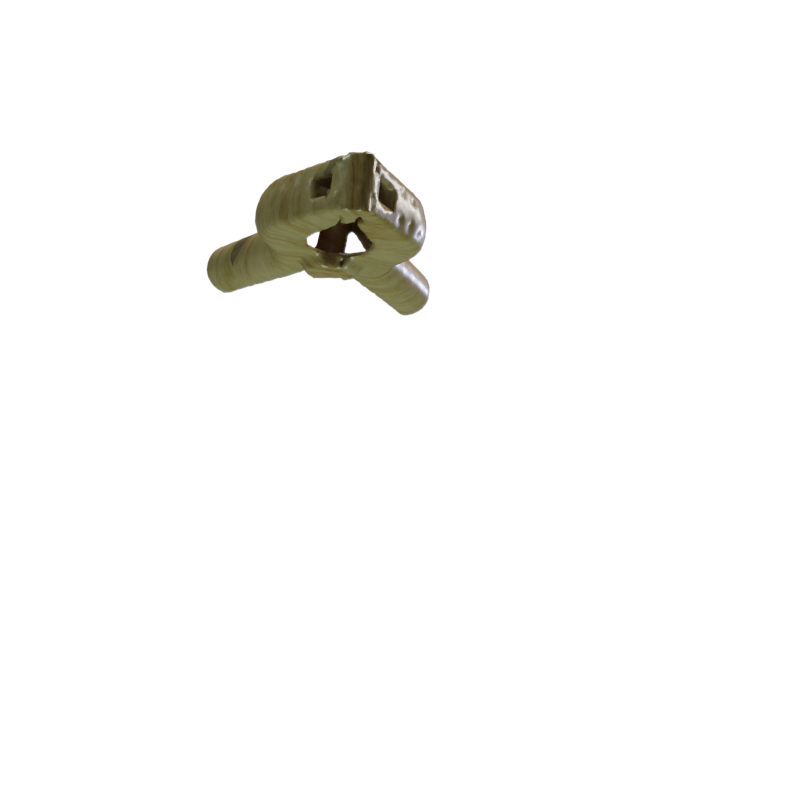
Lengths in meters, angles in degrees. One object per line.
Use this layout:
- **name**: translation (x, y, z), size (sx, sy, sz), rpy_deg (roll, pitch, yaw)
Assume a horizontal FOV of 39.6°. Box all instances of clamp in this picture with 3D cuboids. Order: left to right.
- **clamp**: translation (-0.042, -0.077, 0.541), size (0.120, 0.041, 0.164), rpy_deg (0, -14, 0)
